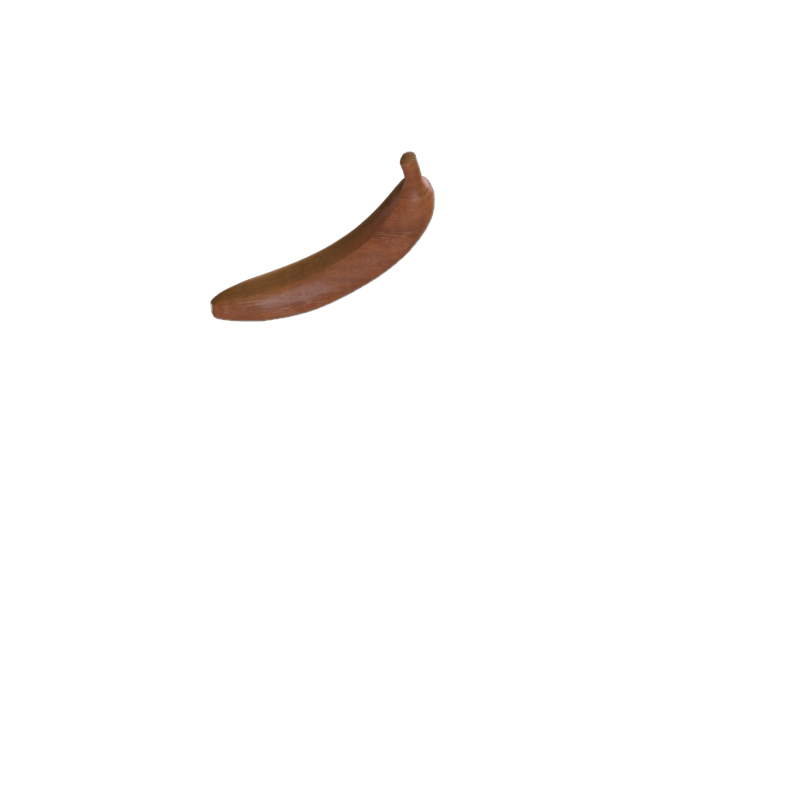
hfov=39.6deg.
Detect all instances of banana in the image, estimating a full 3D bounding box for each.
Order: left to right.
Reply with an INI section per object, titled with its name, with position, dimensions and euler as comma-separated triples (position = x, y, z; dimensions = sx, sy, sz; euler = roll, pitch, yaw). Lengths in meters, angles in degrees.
[banana]
position = -0.043, -0.101, 0.757
dimensions = 0.196, 0.039, 0.065
euler = -34, -53, 29
